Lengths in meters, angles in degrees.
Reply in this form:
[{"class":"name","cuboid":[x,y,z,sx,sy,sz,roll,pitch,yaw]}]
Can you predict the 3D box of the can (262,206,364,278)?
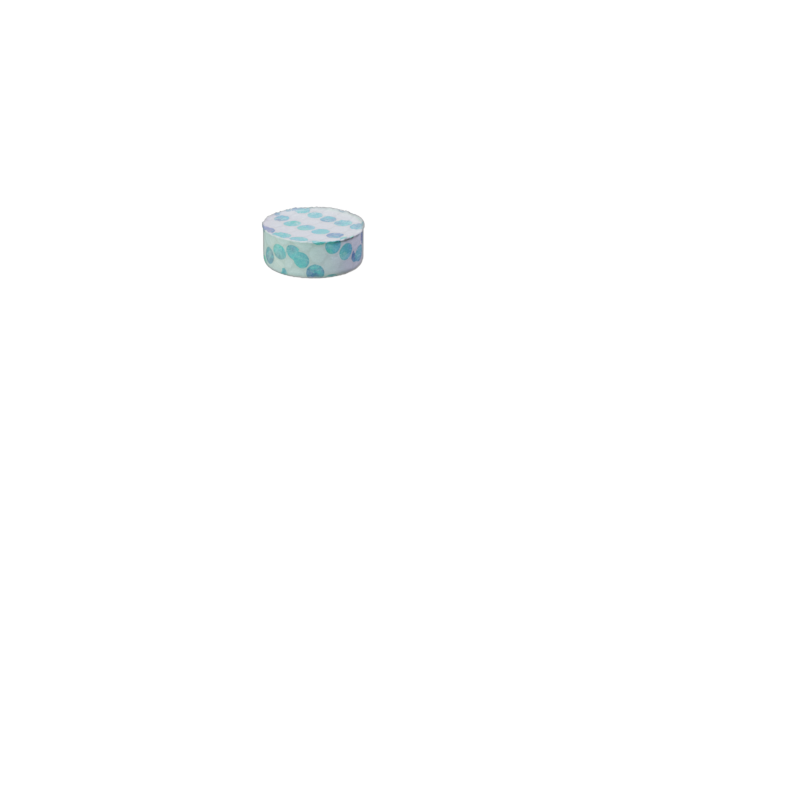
[{"class":"can","cuboid":[-0.073,-0.133,0.928,0.086,0.032,0.091,-1,27,-2]}]
